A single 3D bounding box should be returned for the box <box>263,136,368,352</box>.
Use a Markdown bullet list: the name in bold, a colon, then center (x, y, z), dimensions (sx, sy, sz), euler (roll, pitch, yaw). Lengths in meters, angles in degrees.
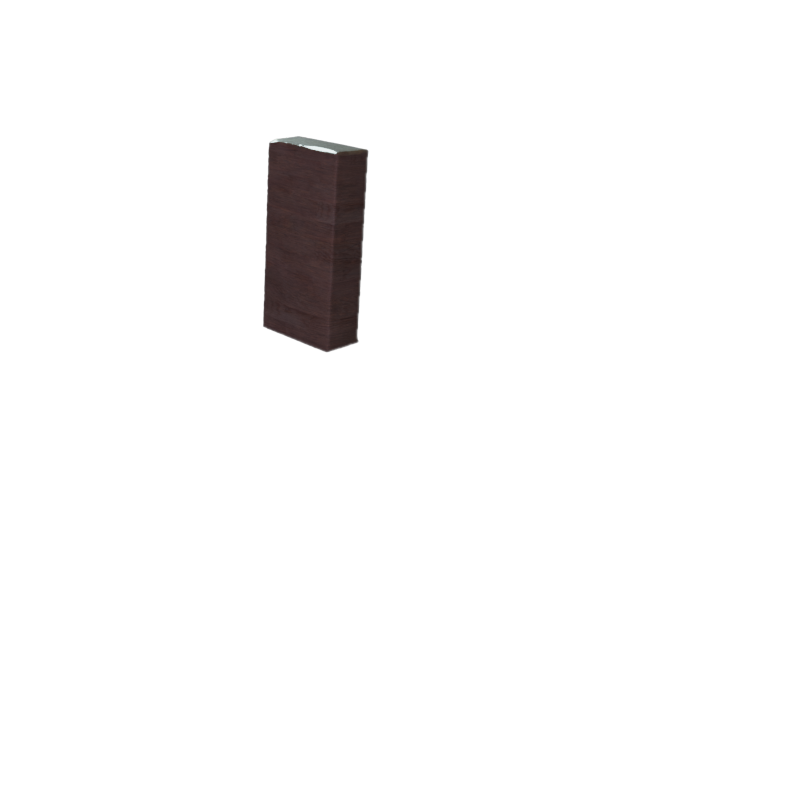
- **box**: center (-0.077, -0.140, 0.983), dimensions (0.047, 0.170, 0.099), euler (-13, 22, -42)
